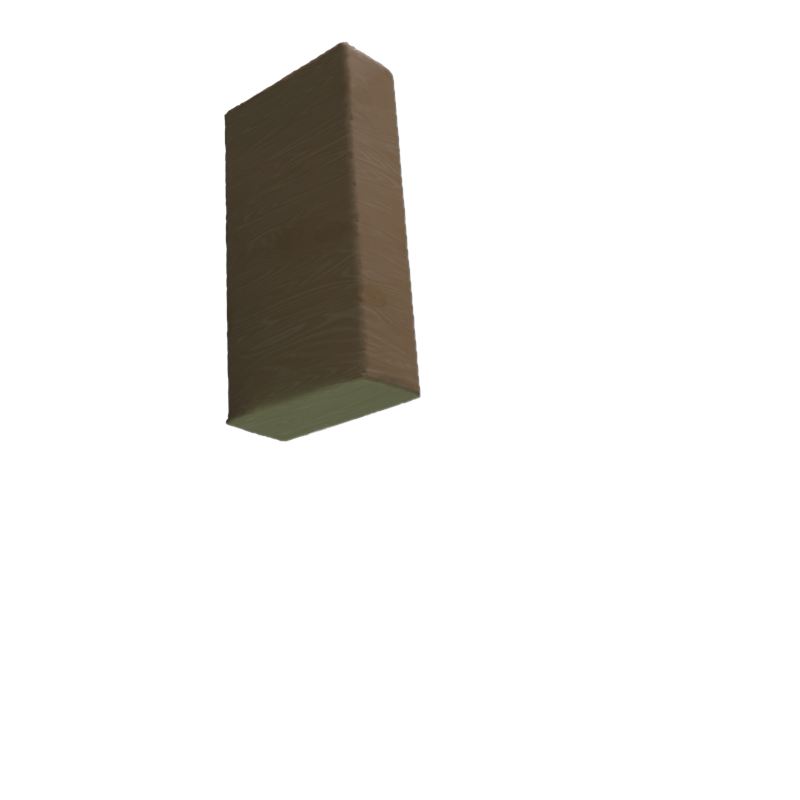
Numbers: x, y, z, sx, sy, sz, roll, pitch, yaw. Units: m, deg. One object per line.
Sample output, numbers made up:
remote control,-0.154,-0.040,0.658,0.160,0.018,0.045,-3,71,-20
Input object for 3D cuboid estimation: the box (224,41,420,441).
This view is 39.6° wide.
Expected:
box,-0.042,-0.078,0.544,0.094,0.186,0.045,-22,-32,37
